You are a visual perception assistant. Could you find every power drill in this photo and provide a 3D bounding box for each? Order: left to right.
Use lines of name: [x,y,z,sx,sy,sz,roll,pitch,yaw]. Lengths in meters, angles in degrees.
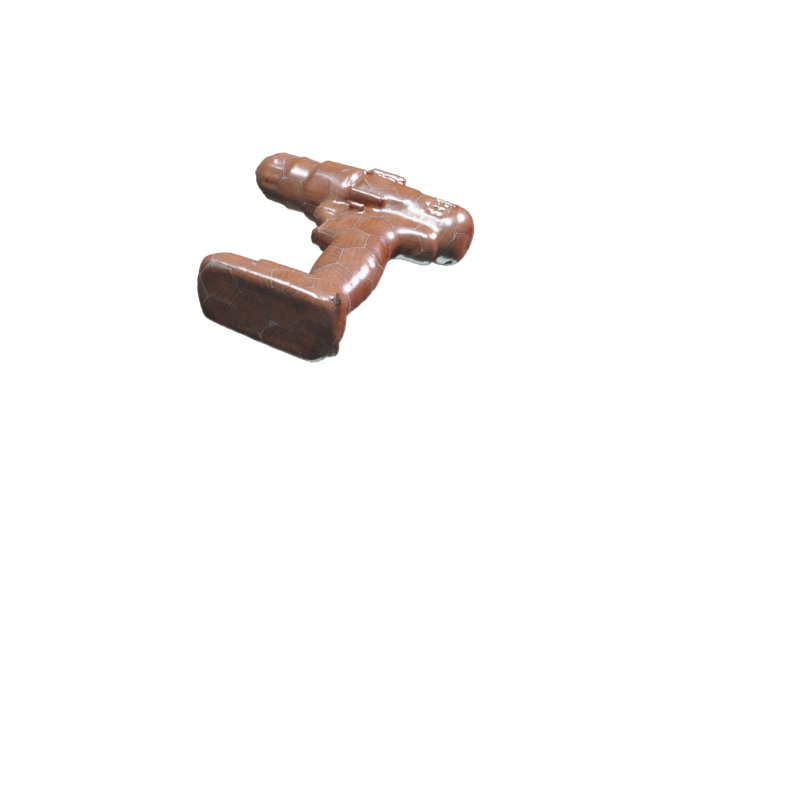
power drill: [-0.063,-0.114,0.801,0.193,0.054,0.192,20,42,23]
